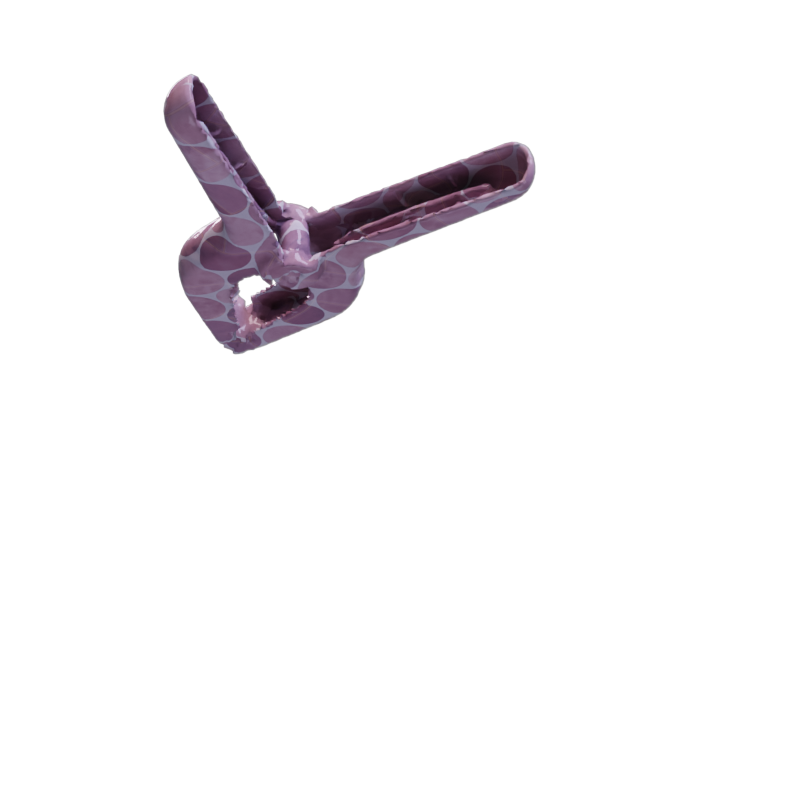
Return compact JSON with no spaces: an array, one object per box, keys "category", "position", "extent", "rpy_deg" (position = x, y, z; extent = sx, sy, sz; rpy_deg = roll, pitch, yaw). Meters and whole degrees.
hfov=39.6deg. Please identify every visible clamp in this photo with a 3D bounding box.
[{"category":"clamp","position":[-0.042,-0.077,0.537],"extent":[0.161,0.039,0.202],"rpy_deg":[7,-26,-14]}]
